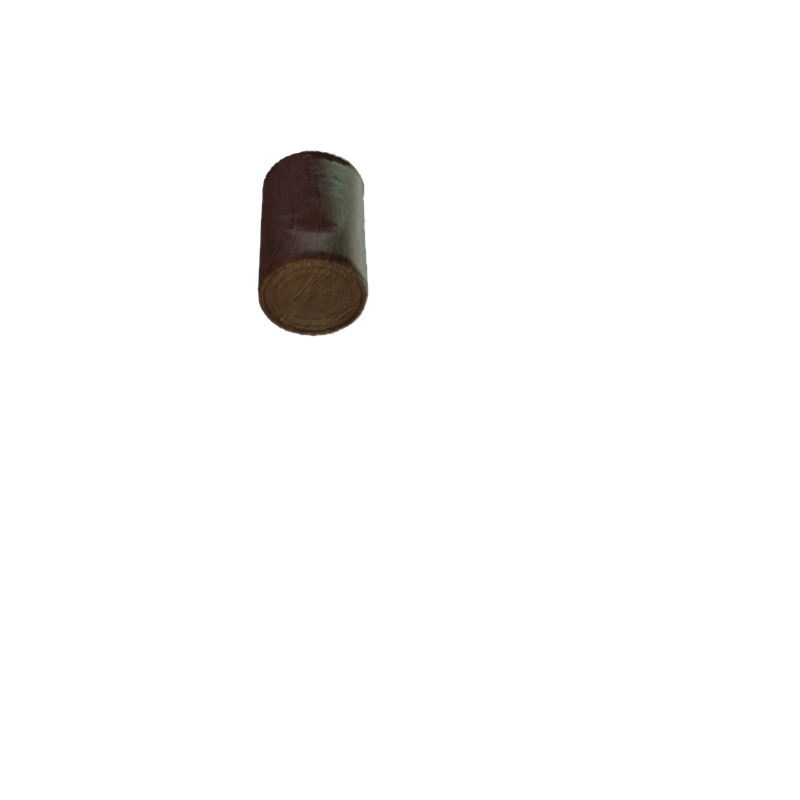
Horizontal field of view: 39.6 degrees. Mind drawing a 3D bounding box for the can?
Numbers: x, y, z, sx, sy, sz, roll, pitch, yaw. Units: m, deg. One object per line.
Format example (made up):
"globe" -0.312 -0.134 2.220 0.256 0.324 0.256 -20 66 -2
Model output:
"can" -0.055 -0.100 0.697 0.068 0.110 0.064 -1 -44 -3
